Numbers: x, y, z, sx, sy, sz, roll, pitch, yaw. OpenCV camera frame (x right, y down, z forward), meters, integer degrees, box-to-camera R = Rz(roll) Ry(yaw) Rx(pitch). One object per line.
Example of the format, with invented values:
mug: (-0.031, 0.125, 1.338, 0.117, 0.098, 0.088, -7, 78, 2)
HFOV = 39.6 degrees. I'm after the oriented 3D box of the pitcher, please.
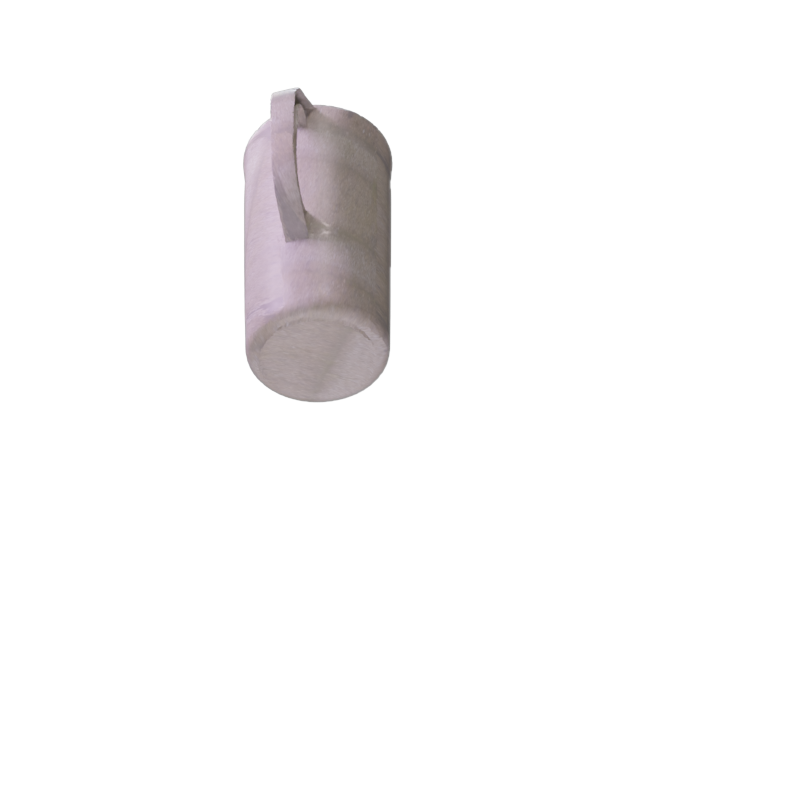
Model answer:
pitcher: (-0.070, -0.128, 0.900, 0.143, 0.261, 0.141, 22, -50, -24)
